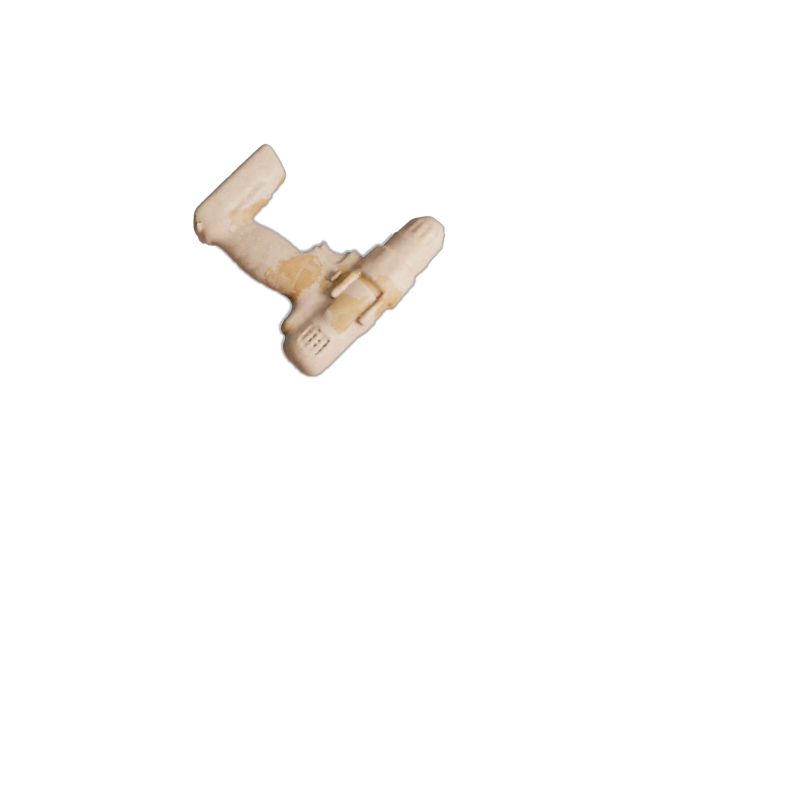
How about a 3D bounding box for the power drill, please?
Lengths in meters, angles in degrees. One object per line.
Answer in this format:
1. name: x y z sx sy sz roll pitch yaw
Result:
1. power drill: -0.078 -0.142 0.996 0.194 0.186 0.055 42 -14 13
